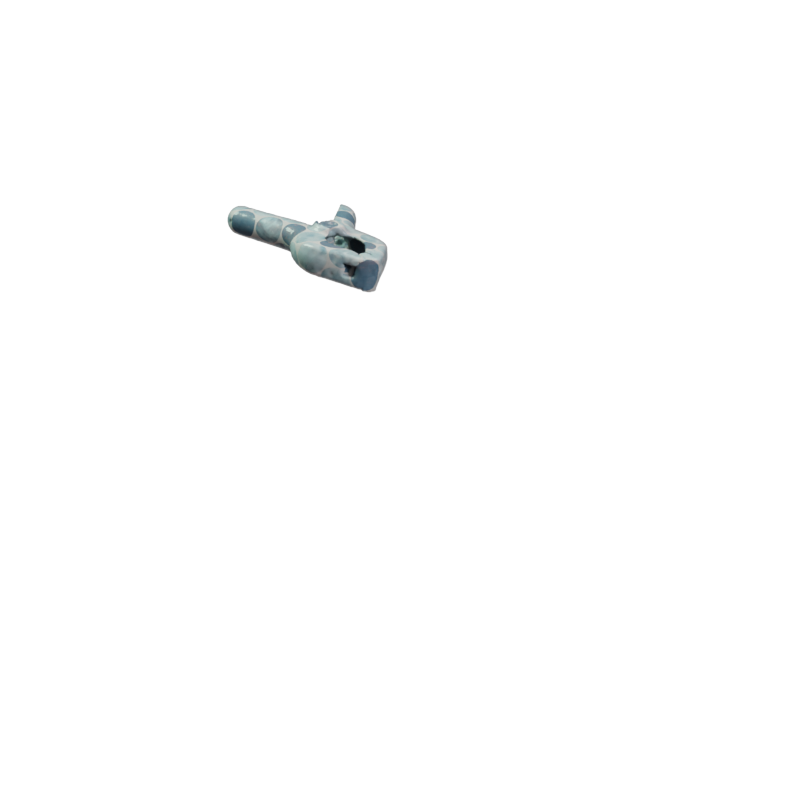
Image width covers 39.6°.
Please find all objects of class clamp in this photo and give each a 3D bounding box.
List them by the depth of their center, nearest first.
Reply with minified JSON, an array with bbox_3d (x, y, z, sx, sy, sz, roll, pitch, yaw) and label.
[{"bbox_3d":[-0.072,-0.132,0.924,0.118,0.037,0.182,-7,24,-17],"label":"clamp"}]
